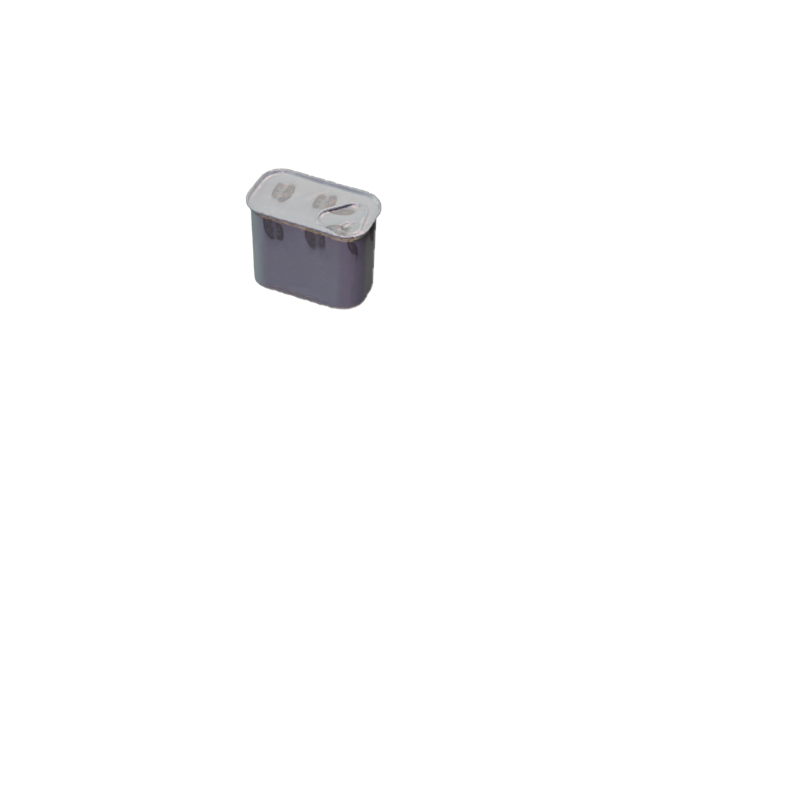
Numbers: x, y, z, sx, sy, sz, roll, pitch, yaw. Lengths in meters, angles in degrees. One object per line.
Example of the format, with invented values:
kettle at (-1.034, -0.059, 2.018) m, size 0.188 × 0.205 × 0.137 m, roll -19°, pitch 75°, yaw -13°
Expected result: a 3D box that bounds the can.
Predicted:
can at (-0.068, -0.125, 0.874) m, size 0.105 × 0.078 × 0.060 m, roll 18°, pitch 48°, yaw 16°
